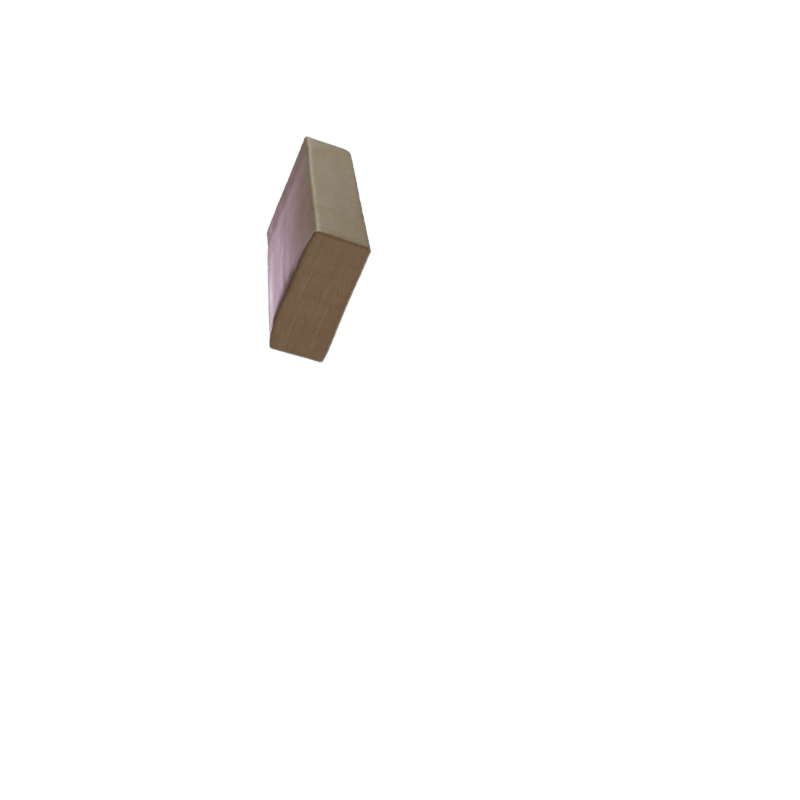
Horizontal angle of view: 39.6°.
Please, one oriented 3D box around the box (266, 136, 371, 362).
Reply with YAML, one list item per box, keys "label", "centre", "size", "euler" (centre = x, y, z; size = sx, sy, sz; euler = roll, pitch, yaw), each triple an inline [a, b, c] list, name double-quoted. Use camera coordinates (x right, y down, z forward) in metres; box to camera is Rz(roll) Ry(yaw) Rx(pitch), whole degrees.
- label: "box"
  centre: [-0.062, -0.114, 0.795]
  size: [0.047, 0.090, 0.187]
  euler: [18, 28, -15]
